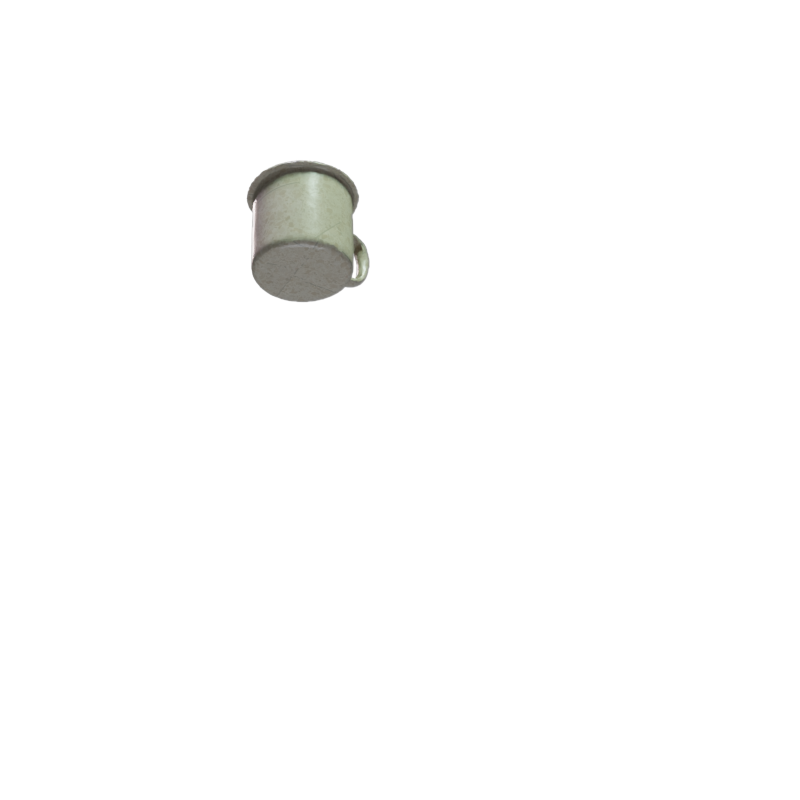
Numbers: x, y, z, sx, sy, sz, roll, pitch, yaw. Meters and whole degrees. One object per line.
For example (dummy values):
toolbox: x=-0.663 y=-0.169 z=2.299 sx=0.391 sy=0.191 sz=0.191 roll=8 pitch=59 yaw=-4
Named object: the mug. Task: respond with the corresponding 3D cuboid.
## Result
mug: x=-0.071 y=-0.129 z=0.905 sx=0.093 sy=0.087 sz=0.110 roll=-30 pitch=-44 yaw=35
